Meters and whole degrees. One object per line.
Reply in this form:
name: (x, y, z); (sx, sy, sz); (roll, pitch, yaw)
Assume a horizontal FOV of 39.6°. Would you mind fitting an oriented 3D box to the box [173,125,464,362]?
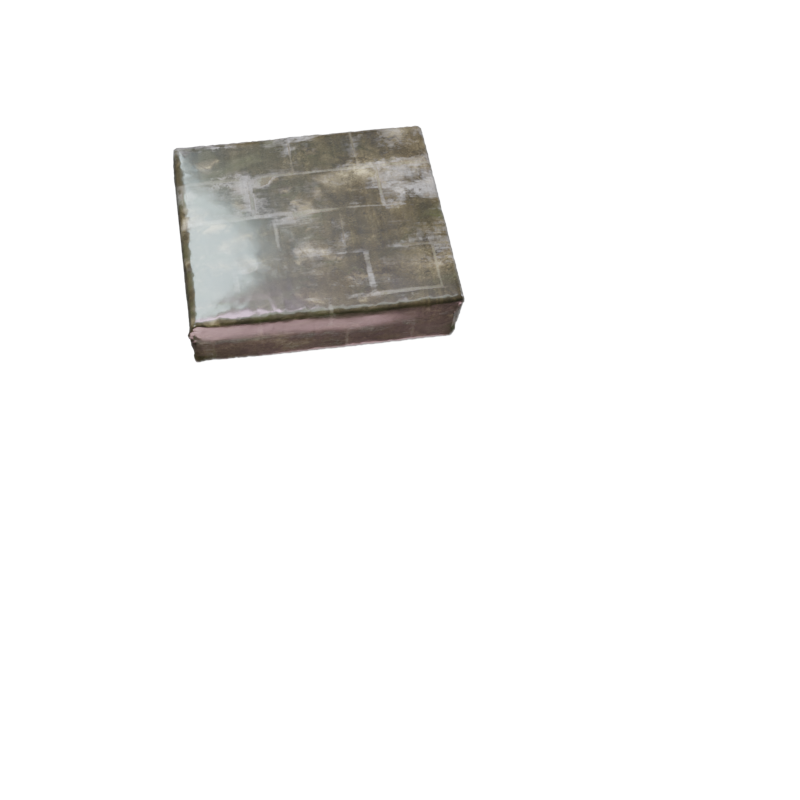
box: (-0.037, -0.068, 0.474); (0.113, 0.096, 0.036); (-8, -31, -5)
